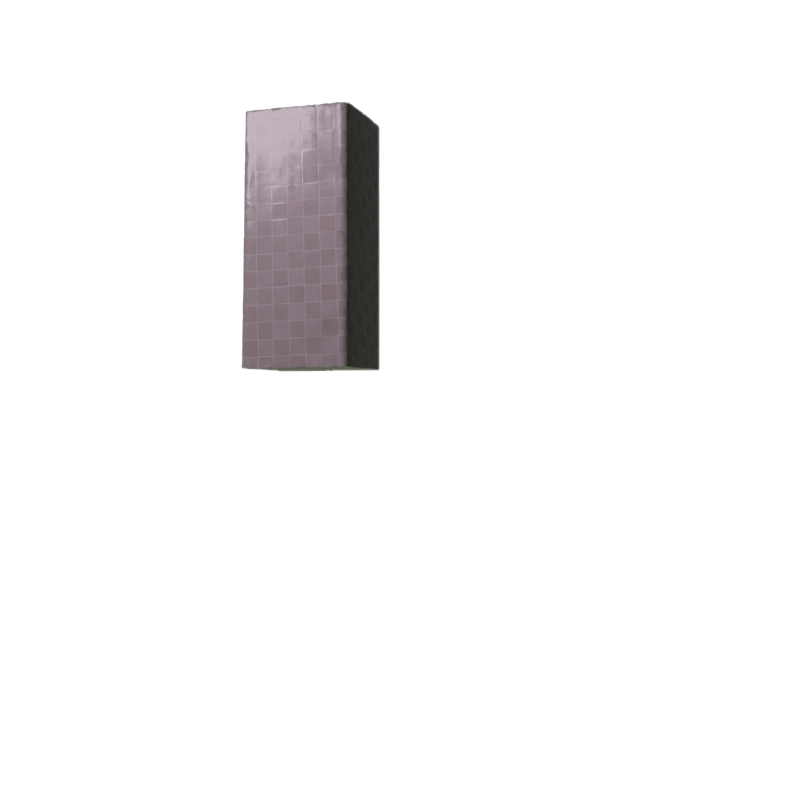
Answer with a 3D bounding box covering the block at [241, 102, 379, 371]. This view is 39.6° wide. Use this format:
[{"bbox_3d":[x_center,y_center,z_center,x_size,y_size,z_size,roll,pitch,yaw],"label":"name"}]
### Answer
[{"bbox_3d":[-0.070,-0.129,0.901,0.093,0.210,0.087,-3,-7,18],"label":"block"}]
